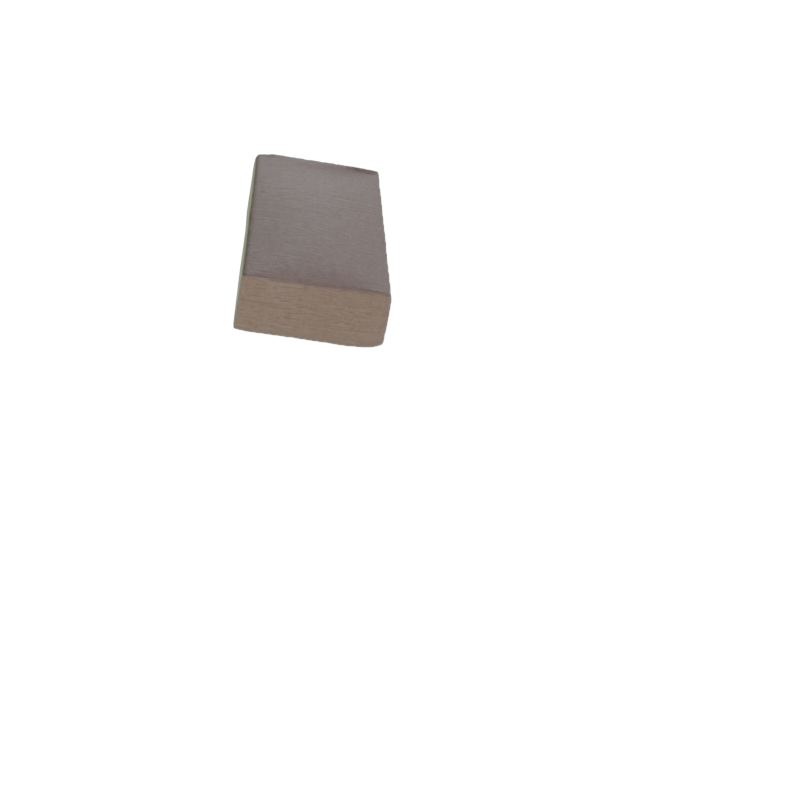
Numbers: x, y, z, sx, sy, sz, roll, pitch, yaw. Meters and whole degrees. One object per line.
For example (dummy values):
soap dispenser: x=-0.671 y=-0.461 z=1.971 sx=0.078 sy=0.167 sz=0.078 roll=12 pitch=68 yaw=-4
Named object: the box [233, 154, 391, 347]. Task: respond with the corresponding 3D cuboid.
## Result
box: x=-0.058 y=-0.105 z=0.736 sx=0.092 sy=0.045 sz=0.188 roll=7 pitch=36 yaw=-8
